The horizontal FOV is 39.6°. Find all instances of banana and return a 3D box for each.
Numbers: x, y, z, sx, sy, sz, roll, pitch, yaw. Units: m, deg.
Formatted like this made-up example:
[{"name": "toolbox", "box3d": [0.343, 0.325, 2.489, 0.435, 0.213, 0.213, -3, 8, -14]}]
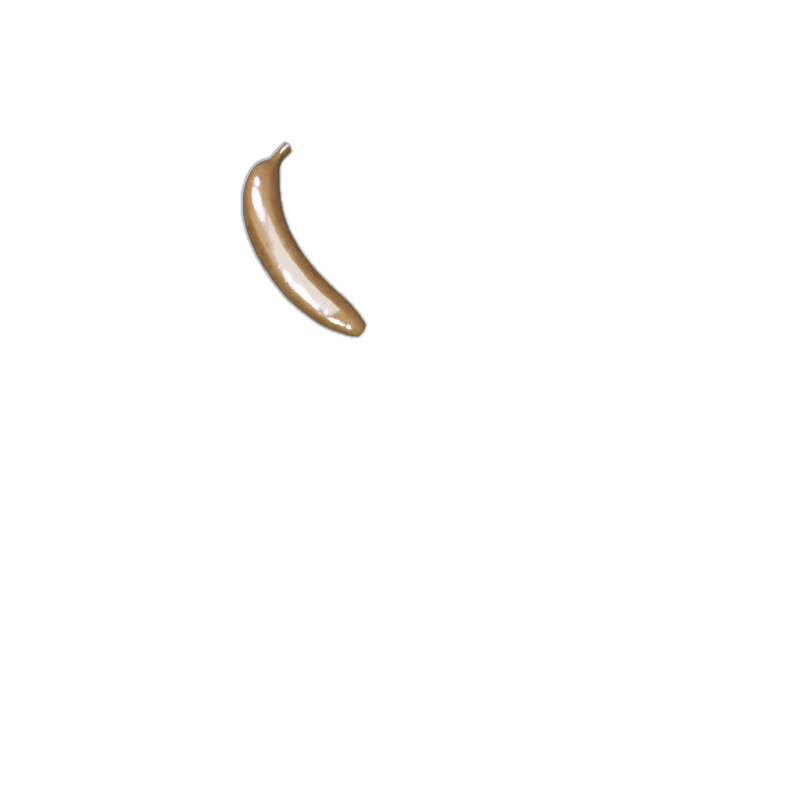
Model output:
[{"name": "banana", "box3d": [-0.097, -0.139, 0.998, 0.069, 0.206, 0.035, -21, -14, -6]}]
